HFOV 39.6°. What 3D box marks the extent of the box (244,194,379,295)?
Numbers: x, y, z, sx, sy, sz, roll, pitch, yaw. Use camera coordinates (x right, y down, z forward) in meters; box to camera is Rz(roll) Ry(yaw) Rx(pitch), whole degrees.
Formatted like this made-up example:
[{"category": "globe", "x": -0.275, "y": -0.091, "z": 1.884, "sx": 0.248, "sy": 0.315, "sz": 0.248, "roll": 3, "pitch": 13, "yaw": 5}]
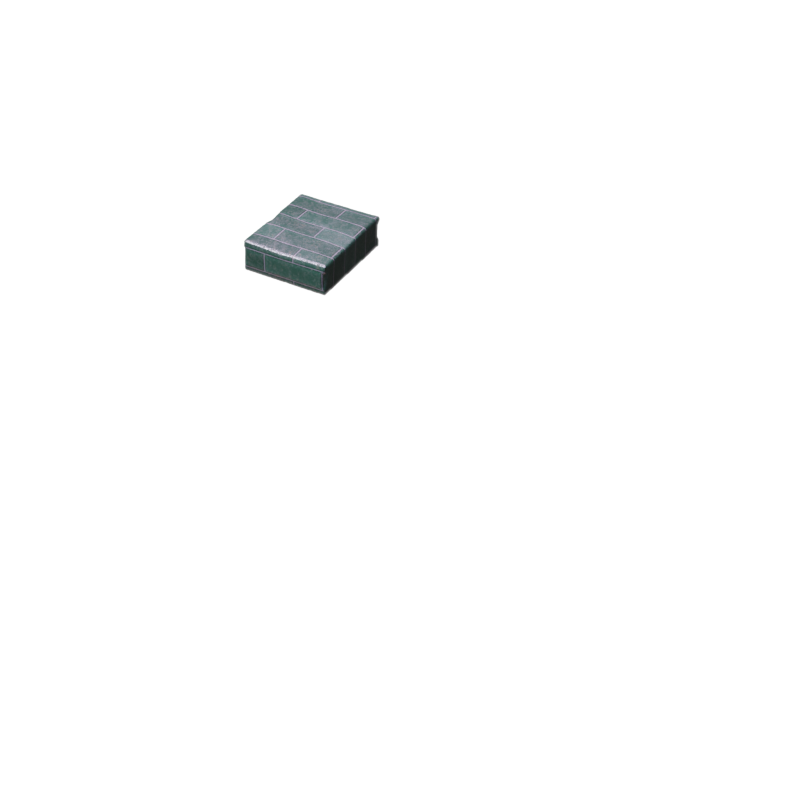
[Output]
[{"category": "box", "x": -0.068, "y": -0.124, "z": 0.867, "sx": 0.076, "sy": 0.028, "sz": 0.091, "roll": 19, "pitch": 41, "yaw": 22}]
